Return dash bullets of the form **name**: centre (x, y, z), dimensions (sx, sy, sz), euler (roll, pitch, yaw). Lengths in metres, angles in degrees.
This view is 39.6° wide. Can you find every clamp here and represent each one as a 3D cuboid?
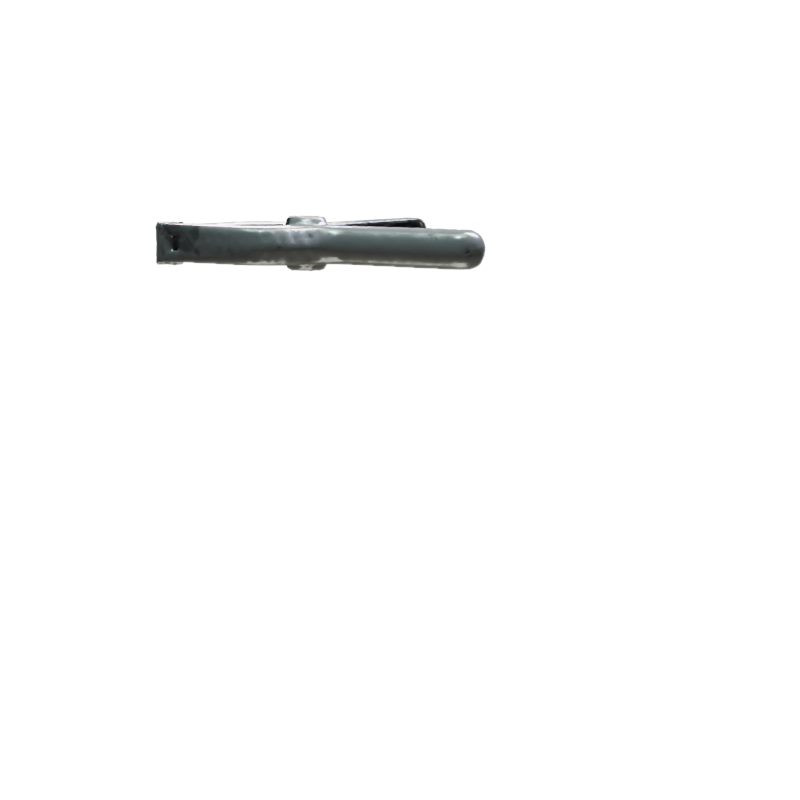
- **clamp**: centre (-0.059, -0.108, 0.759), dimensions (0.209, 0.036, 0.168), euler (-1, 11, -3)
